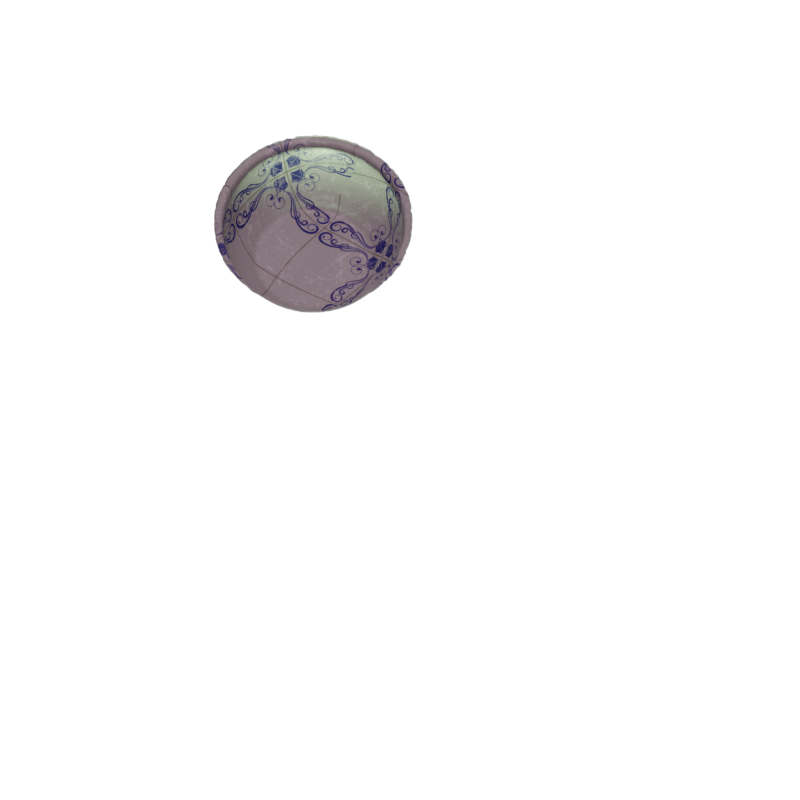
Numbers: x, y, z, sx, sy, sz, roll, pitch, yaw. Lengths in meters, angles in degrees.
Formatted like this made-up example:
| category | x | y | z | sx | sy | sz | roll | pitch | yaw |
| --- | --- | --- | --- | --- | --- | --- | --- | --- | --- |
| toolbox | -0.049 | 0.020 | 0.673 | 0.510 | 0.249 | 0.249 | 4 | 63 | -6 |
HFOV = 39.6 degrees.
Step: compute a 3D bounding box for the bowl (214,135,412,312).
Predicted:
| category | x | y | z | sx | sy | sz | roll | pitch | yaw |
| --- | --- | --- | --- | --- | --- | --- | --- | --- | --- |
| bowl | -0.069 | -0.125 | 0.877 | 0.162 | 0.152 | 0.059 | 1 | 34 | -1 |
